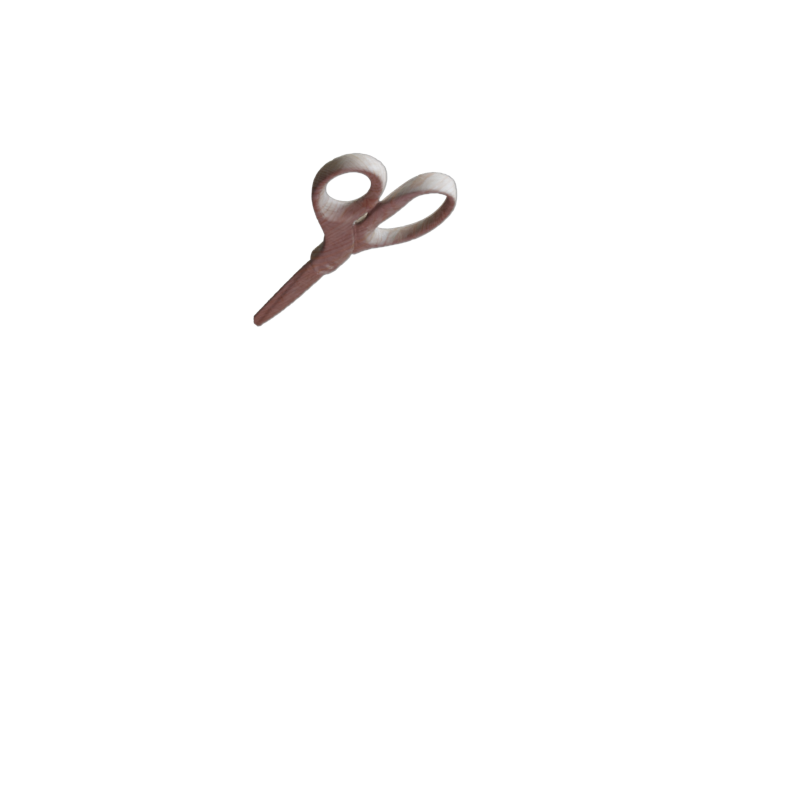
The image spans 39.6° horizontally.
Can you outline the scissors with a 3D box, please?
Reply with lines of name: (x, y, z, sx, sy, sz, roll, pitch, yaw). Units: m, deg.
scissors: (-0.056, -0.102, 0.711, 0.202, 0.017, 0.090, -23, -37, 34)
